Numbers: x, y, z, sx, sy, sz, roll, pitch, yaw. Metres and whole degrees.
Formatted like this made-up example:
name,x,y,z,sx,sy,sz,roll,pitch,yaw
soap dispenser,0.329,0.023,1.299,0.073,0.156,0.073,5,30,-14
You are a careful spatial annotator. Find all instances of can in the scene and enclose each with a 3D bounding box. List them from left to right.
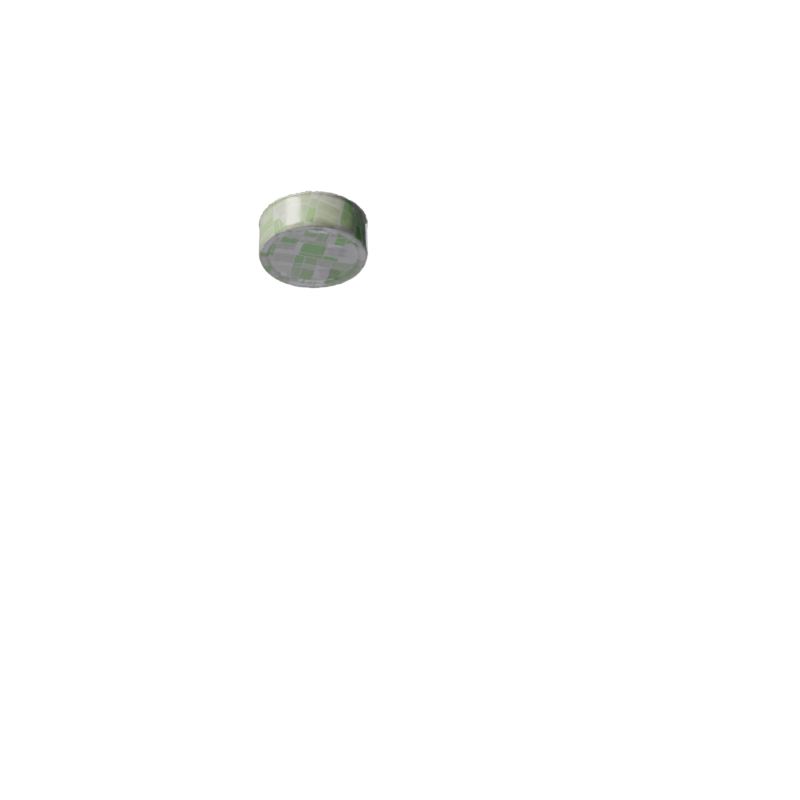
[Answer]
name,x,y,z,sx,sy,sz,roll,pitch,yaw
can,-0.067,-0.123,0.862,0.086,0.036,0.080,1,-31,-2
